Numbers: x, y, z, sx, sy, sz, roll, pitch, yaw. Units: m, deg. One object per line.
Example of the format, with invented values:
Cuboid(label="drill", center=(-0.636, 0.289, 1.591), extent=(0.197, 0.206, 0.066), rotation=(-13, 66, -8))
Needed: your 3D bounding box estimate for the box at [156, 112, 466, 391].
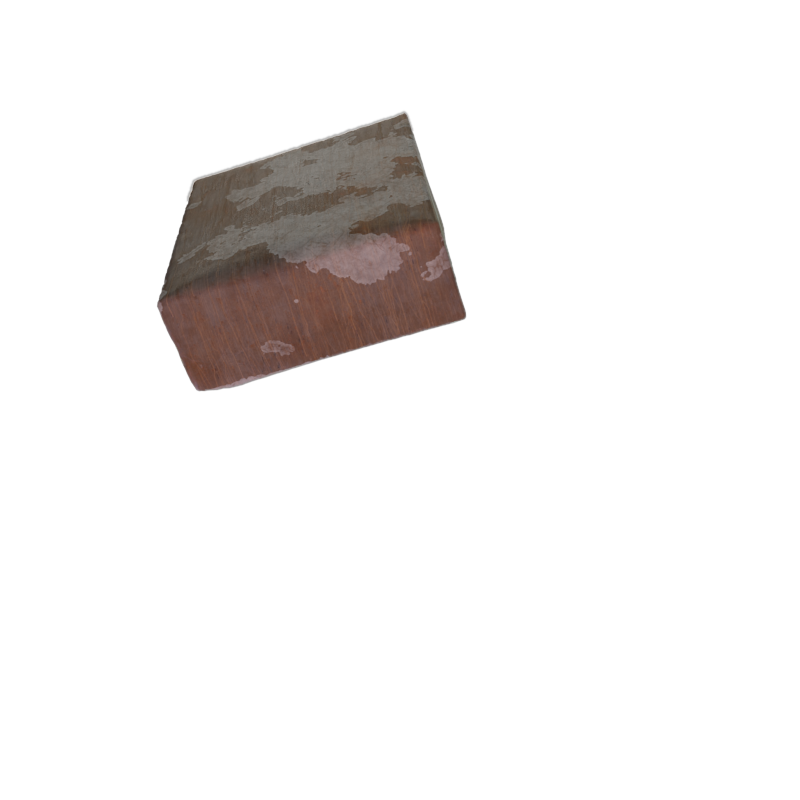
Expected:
Cuboid(label="box", center=(-0.056, -0.101, 0.710), extent=(0.165, 0.068, 0.226), rotation=(-16, 28, 5))
